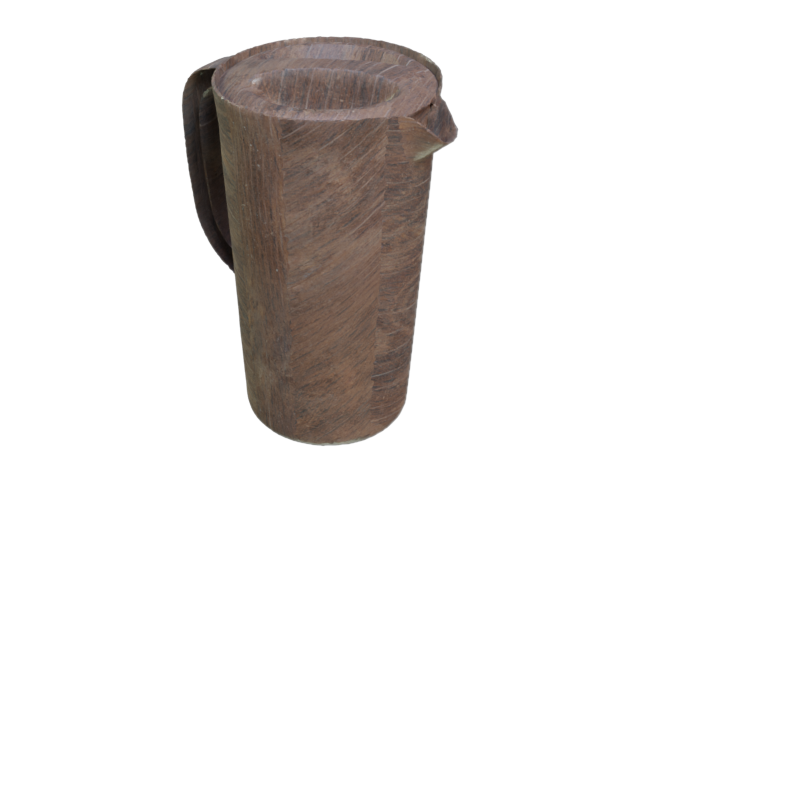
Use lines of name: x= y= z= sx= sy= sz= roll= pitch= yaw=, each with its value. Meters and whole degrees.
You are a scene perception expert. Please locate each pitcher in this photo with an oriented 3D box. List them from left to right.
pitcher: x=-0.055 y=-0.100 z=0.698 sx=0.143 sy=0.228 sz=0.161 roll=-6 pitch=34 yaw=-12
